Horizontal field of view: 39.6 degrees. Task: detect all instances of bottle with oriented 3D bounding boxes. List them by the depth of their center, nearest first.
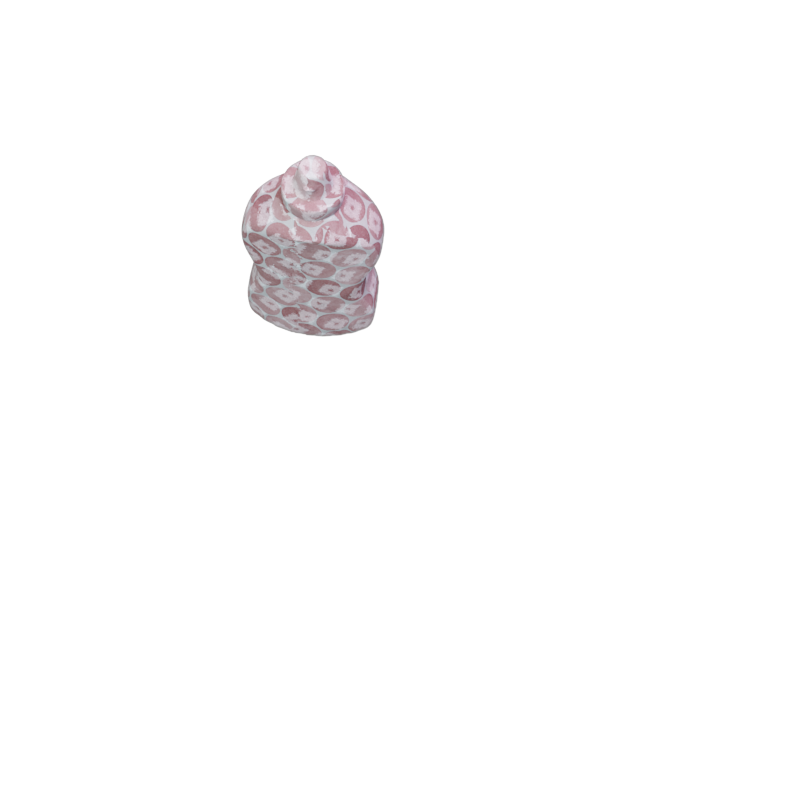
[{"bbox_3d":[-0.060,-0.109,0.765,0.097,0.061,0.181,11,-24,2],"label":"bottle"}]
